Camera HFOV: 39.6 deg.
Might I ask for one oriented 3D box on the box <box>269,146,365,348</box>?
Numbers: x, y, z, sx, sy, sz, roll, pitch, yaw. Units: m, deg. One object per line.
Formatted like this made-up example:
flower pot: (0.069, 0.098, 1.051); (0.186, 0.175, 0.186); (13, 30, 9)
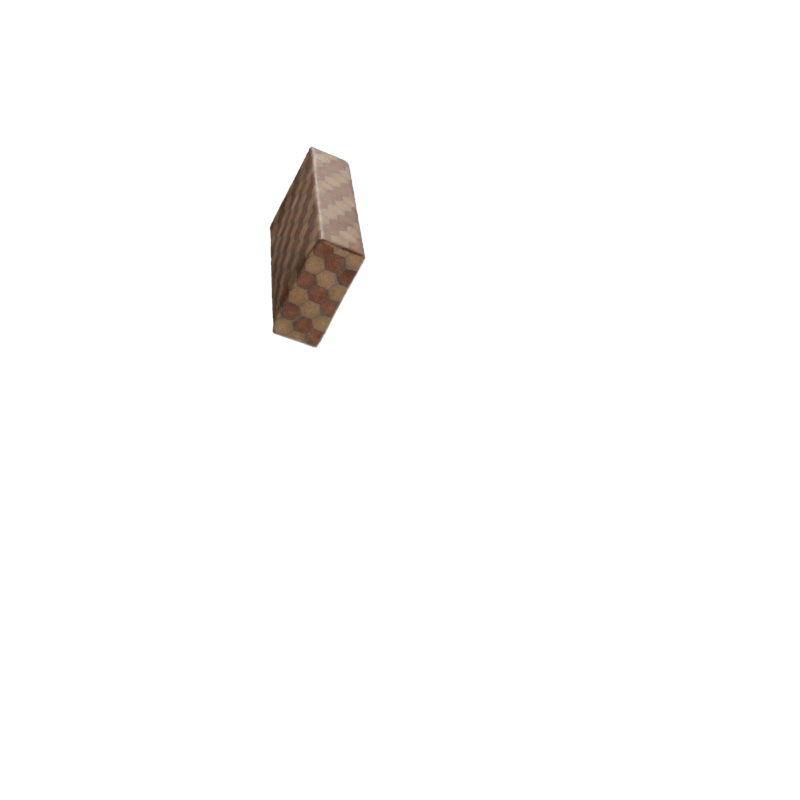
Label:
box: (-0.072, -0.131, 0.921); (0.047, 0.090, 0.188); (22, 29, -18)
